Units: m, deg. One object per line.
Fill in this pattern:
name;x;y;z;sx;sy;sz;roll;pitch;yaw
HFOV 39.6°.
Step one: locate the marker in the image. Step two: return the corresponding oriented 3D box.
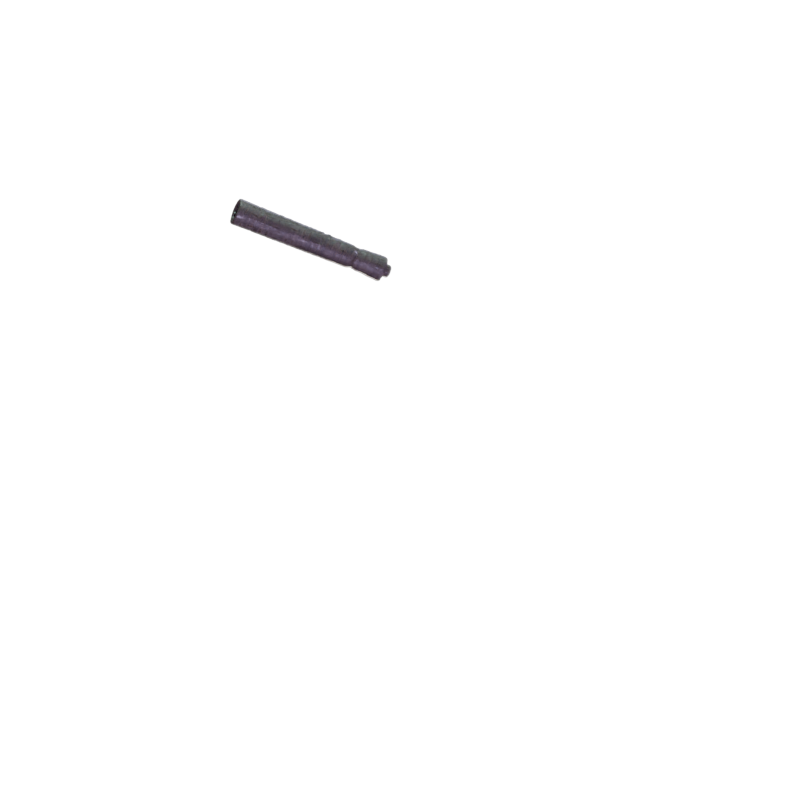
marker;-0.062;-0.112;0.787;0.117;0.020;0.020;20;-2;-15
